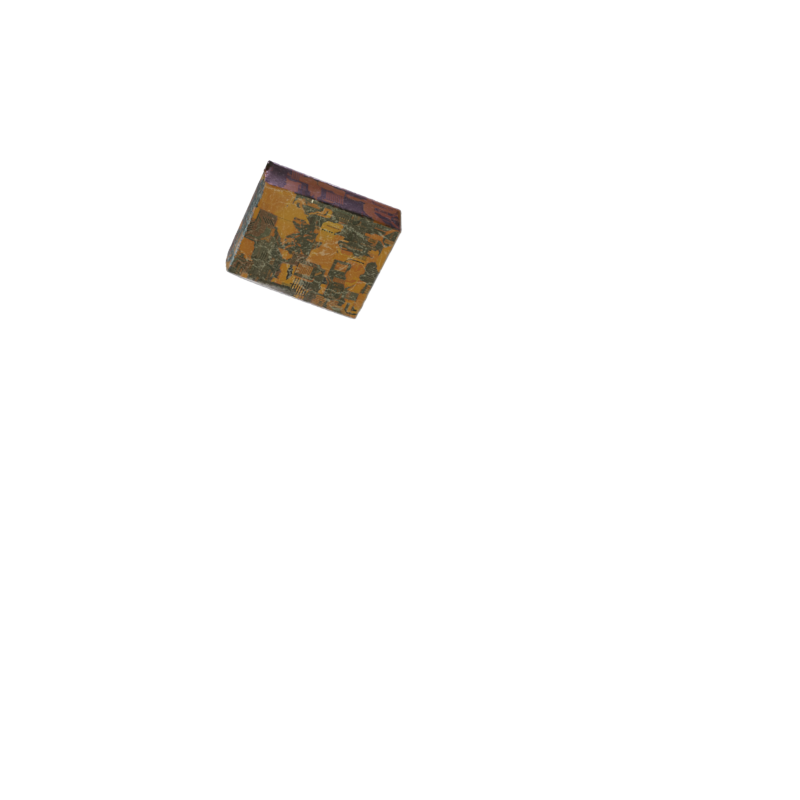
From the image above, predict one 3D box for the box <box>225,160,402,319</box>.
[{"bbox_3d":[-0.067,-0.121,0.849,0.111,0.086,0.041,19,32,-13],"label":"box"}]
